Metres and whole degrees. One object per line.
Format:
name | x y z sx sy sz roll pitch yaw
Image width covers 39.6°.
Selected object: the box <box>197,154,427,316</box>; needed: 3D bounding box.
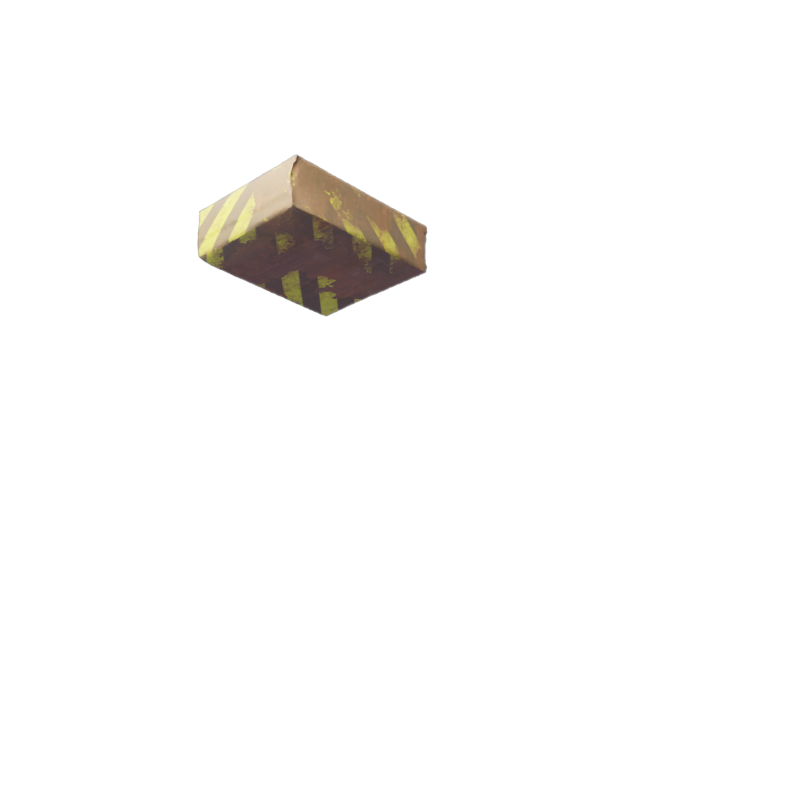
box | -0.053 -0.096 0.671 0.107 0.041 0.090 21 -32 -40
